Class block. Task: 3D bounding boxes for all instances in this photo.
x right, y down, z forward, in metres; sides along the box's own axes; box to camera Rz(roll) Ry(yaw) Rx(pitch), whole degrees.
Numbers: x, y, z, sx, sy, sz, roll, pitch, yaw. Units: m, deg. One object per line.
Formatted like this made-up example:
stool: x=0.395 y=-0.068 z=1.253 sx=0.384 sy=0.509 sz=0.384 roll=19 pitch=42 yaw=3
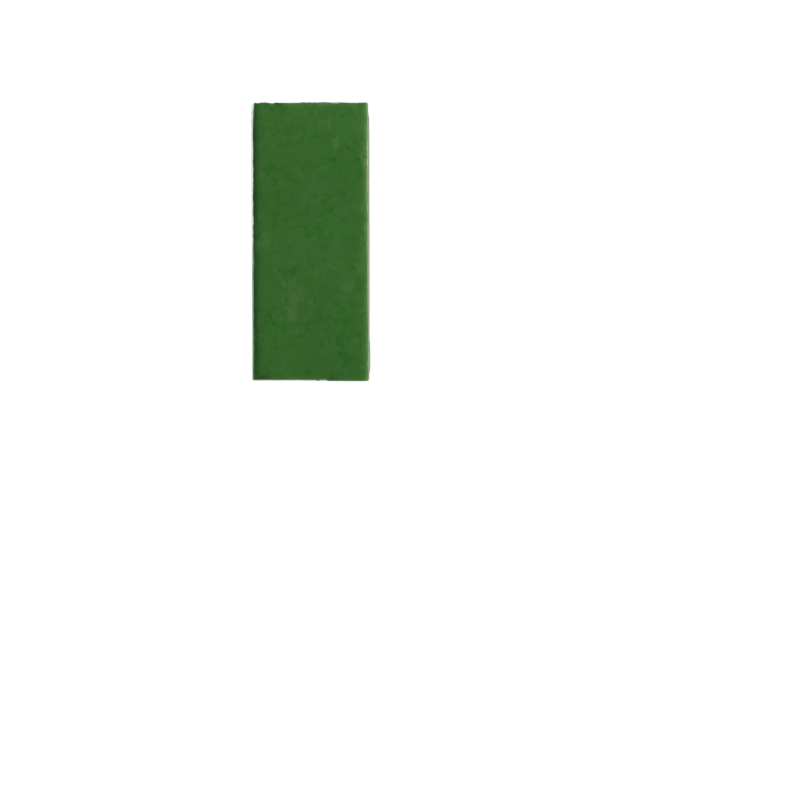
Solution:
block: x=-0.068 y=-0.123 z=0.863 sx=0.090 sy=0.206 sz=0.091 roll=0 pitch=1 yaw=0
